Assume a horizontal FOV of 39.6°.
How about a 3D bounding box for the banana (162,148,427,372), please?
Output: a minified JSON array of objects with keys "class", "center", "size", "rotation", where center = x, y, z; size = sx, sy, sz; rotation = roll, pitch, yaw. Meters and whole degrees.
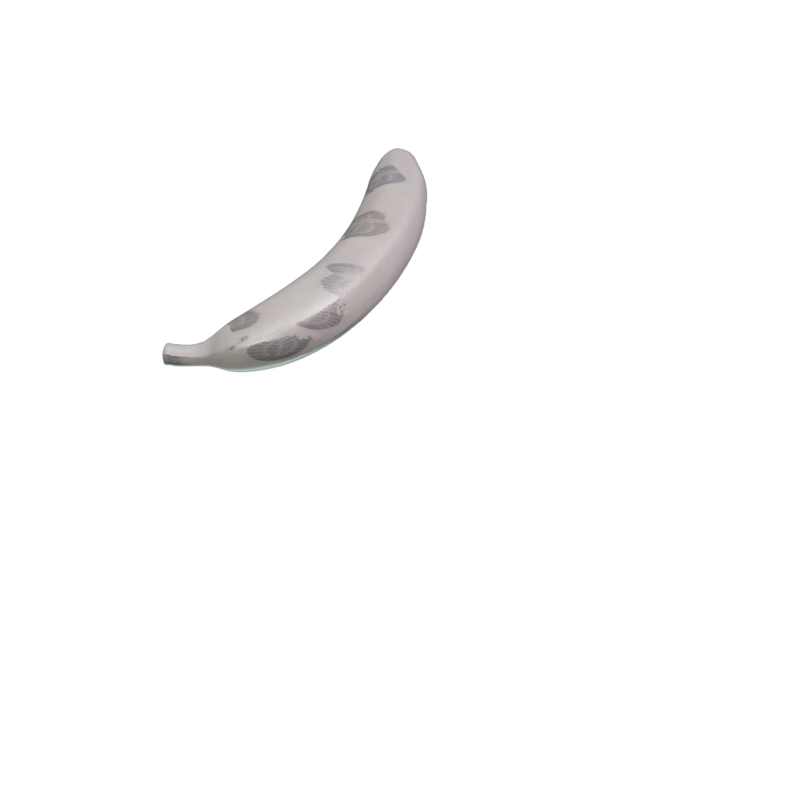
[{"class":"banana","center":[-0.033,-0.072,0.577],"size":[0.073,0.034,0.201],"rotation":[29,54,23]}]
